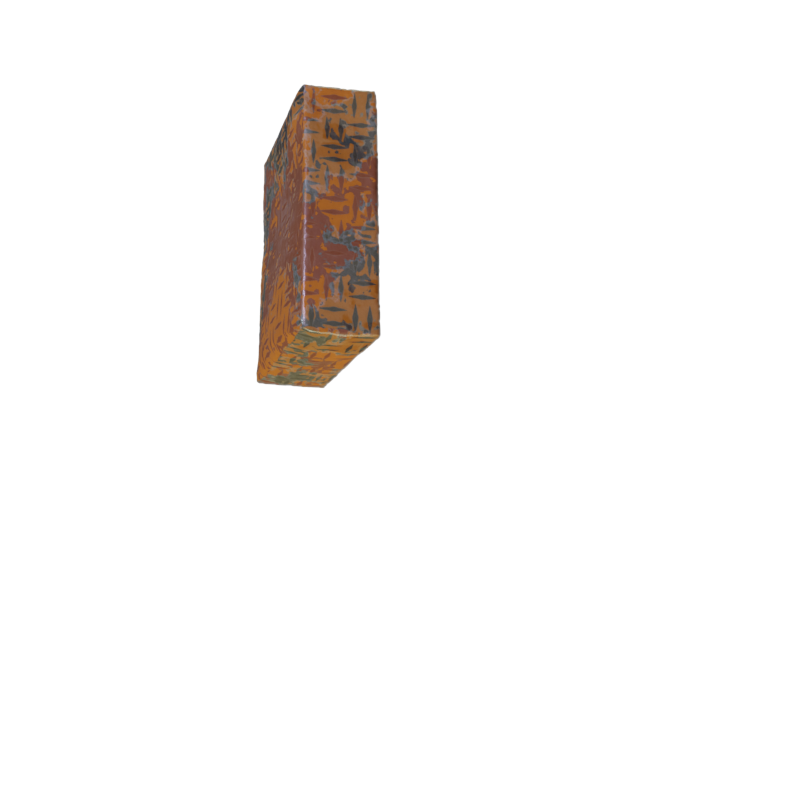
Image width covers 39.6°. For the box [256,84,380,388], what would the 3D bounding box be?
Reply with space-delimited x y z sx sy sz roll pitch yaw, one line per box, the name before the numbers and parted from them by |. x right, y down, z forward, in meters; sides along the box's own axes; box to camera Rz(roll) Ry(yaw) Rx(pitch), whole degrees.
box | -0.073 -0.134 0.937 0.070 0.224 0.161 5 -19 -17
